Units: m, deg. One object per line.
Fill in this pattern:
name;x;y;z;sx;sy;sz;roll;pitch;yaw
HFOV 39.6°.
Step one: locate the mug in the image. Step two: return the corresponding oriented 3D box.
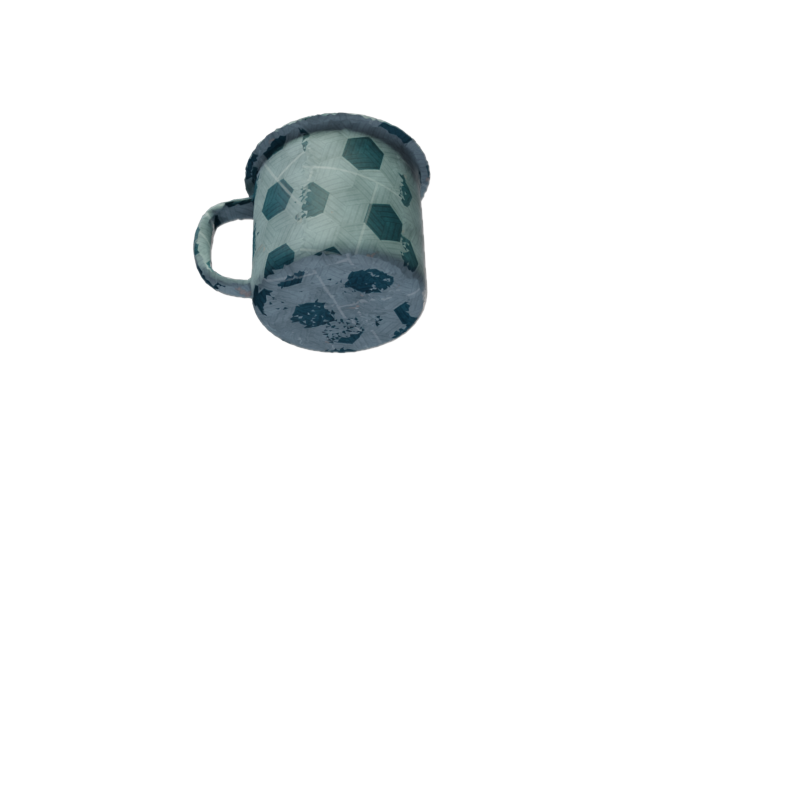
mug;-0.042;-0.076;0.532;0.117;0.087;0.087;-2;-34;2
